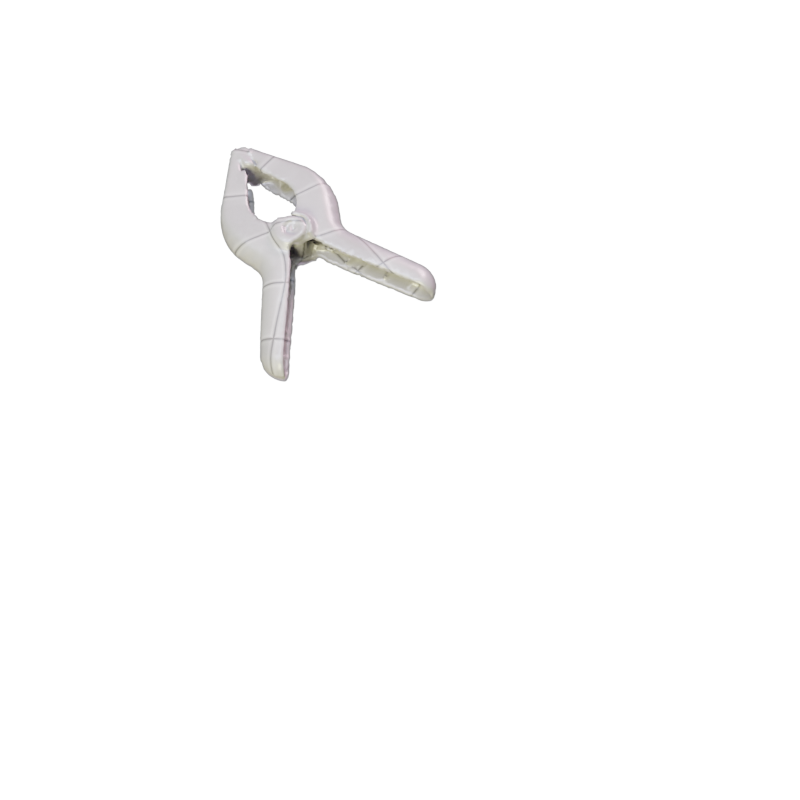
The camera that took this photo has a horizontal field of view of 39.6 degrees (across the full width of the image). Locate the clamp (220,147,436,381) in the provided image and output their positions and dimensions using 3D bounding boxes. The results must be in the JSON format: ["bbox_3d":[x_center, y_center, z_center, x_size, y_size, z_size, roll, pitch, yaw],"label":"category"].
[{"bbox_3d":[-0.057,-0.104,0.726,0.119,0.184,0.037,-19,-28,-11],"label":"clamp"}]
